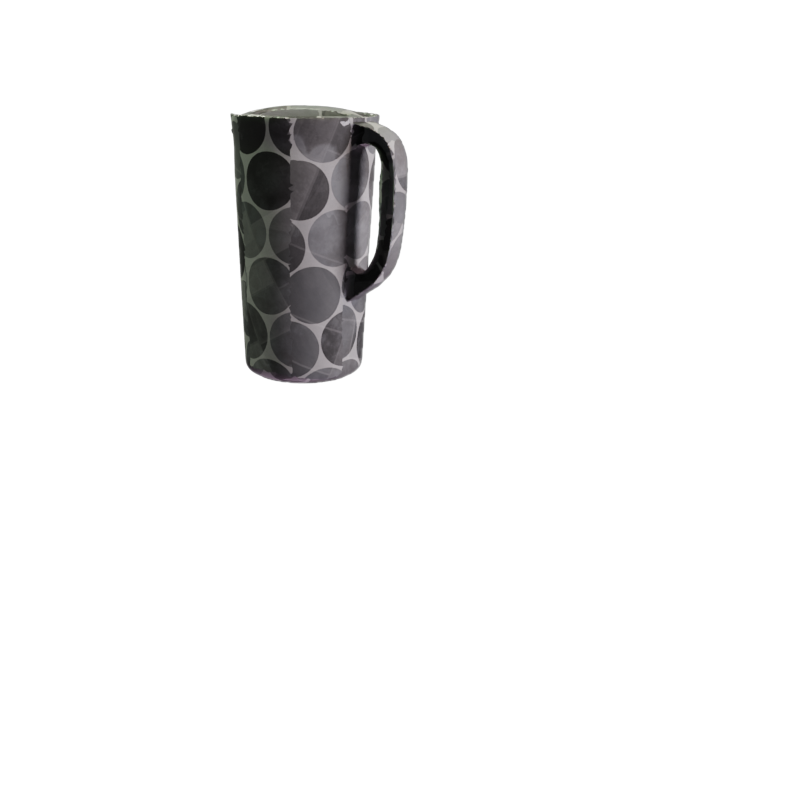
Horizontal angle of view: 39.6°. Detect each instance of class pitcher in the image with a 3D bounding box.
[{"bbox_3d":[-0.078,-0.142,0.997,0.143,0.237,0.155,-1,12,-10],"label":"pitcher"}]
